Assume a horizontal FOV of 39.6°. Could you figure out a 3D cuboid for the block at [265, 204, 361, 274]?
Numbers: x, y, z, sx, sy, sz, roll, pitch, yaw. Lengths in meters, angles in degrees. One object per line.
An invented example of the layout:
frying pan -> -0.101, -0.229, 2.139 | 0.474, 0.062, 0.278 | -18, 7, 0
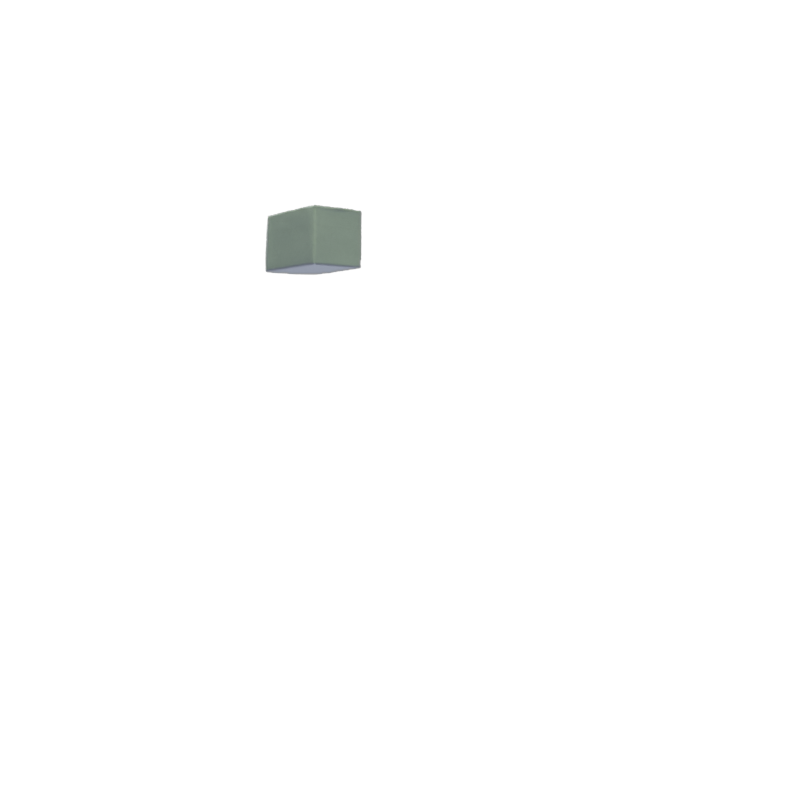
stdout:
block -> -0.076, -0.139, 0.976 | 0.051, 0.052, 0.080 | 3, -3, -38
